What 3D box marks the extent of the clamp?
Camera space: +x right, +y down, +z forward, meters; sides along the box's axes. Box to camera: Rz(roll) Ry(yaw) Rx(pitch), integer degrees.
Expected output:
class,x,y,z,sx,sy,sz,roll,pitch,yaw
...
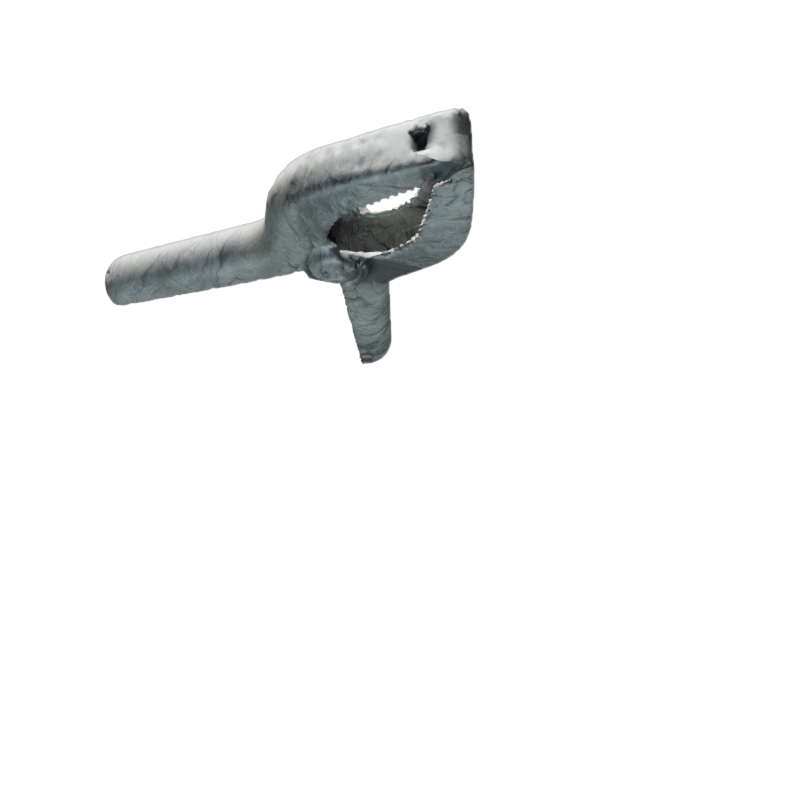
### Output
class,x,y,z,sx,sy,sz,roll,pitch,yaw
clamp,-0.041,-0.075,0.524,0.159,0.038,0.206,10,-25,-23
